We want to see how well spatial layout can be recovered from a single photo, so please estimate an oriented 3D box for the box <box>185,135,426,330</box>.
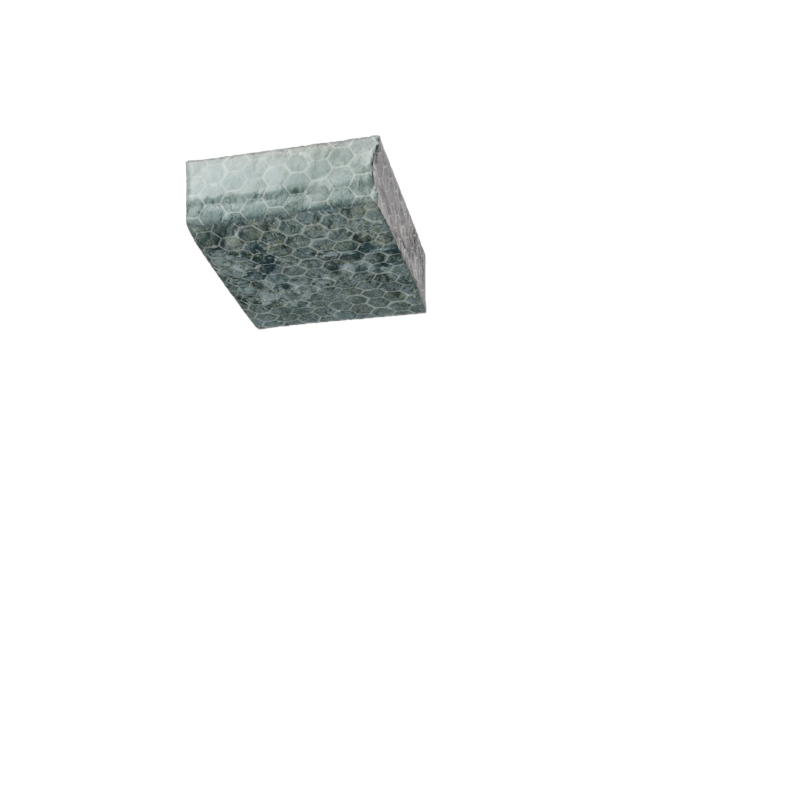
[{"bbox_3d":[-0.041,-0.074,0.520,0.091,0.041,0.106,-5,-23,12],"label":"box"}]
